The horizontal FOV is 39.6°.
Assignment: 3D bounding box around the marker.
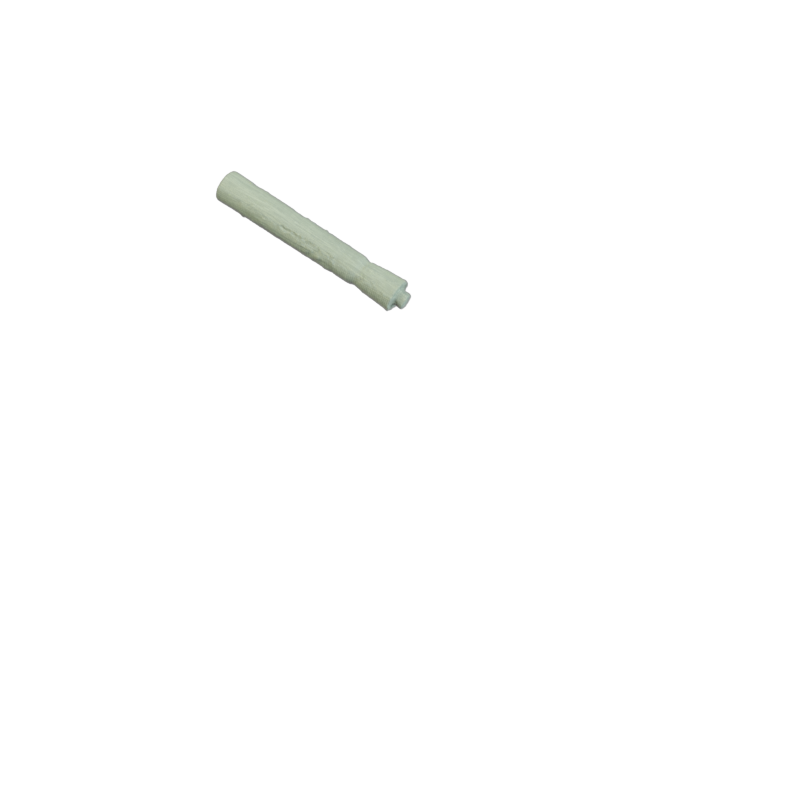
[{"bbox_3d":[-0.046,-0.084,0.591,0.126,0.019,0.019,34,14,17],"label":"marker"}]
